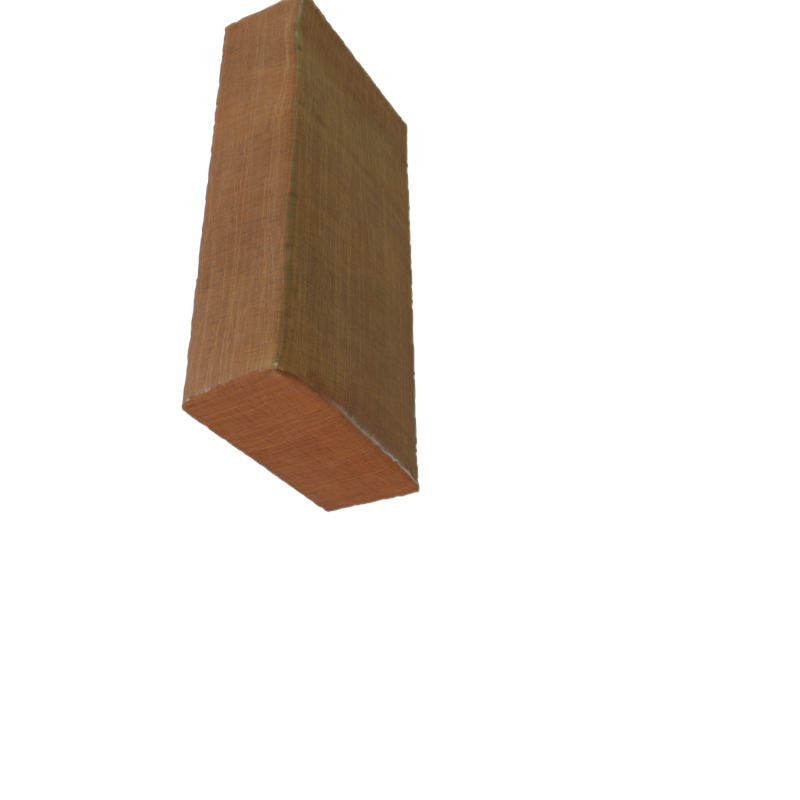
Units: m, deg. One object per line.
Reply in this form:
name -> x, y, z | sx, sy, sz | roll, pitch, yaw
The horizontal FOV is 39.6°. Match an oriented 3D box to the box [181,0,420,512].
box -> -0.033, -0.060, 0.419 | 0.048, 0.189, 0.086 | -20, -39, 22
